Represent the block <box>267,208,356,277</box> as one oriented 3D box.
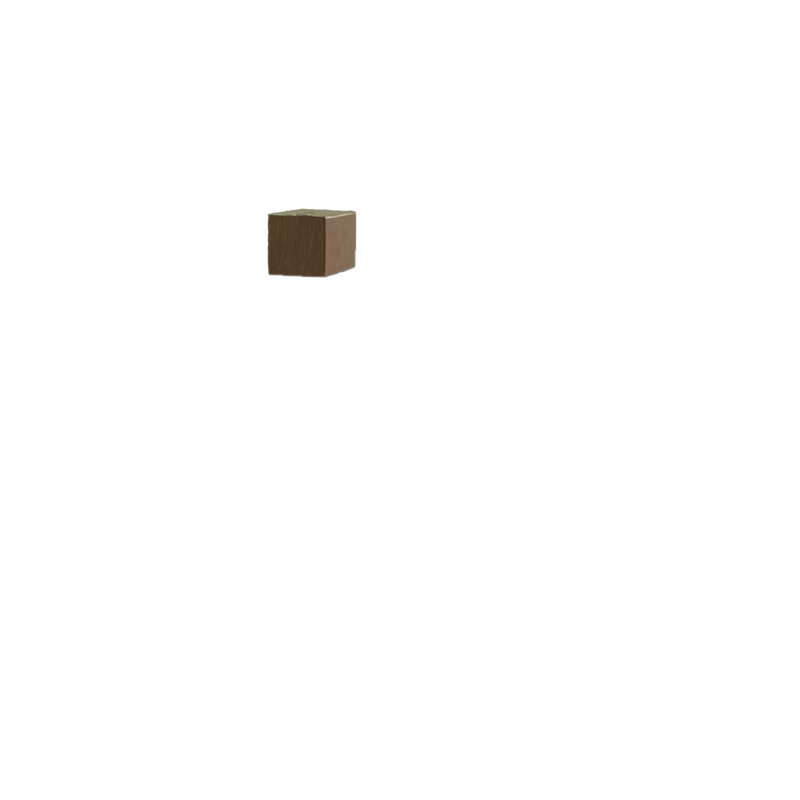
[{"bbox_3d":[-0.073,-0.134,0.936,0.054,0.050,0.077,3,11,18],"label":"block"}]
